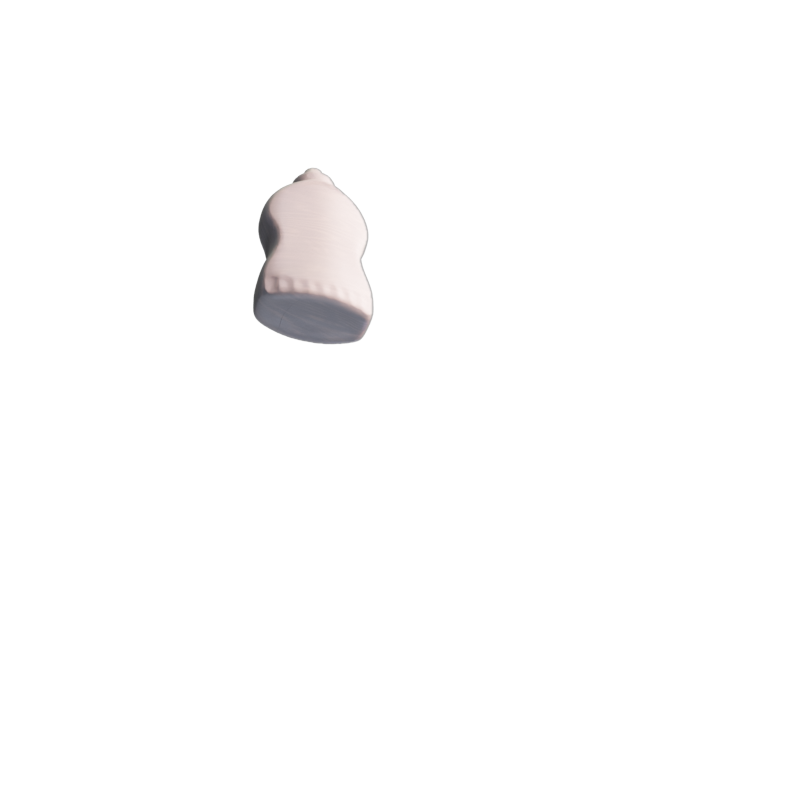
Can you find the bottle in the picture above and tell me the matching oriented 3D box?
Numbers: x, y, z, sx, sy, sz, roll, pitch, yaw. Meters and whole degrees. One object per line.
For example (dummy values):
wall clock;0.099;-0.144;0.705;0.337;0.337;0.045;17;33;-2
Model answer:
bottle;-0.075;-0.137;0.959;0.094;0.206;0.055;9;-46;-12
